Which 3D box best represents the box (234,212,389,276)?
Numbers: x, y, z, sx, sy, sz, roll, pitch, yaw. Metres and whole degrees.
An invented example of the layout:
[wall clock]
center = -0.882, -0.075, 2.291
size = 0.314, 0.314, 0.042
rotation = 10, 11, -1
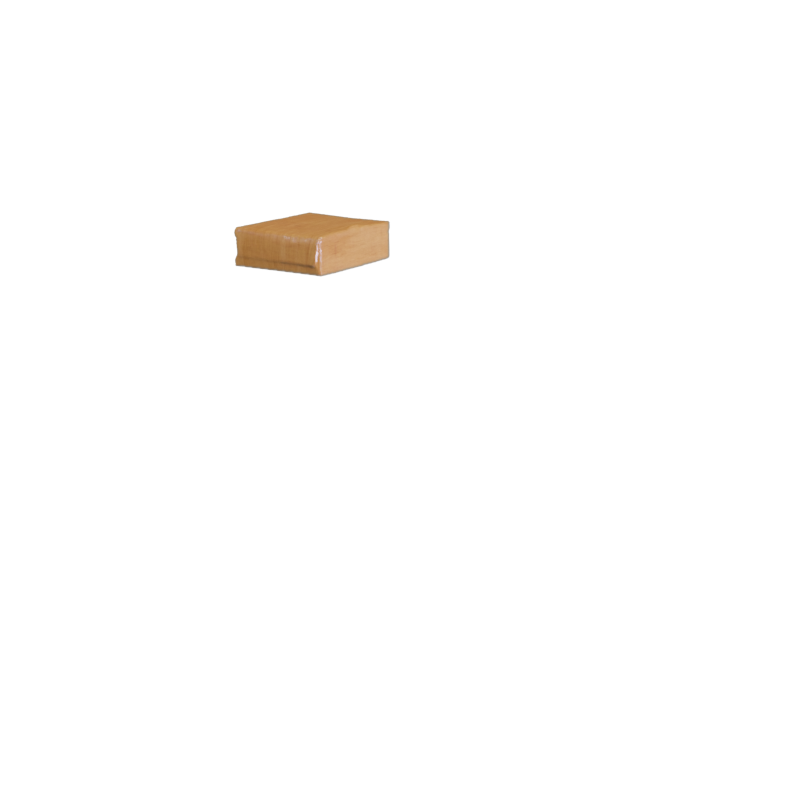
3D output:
[box]
center = -0.061, -0.111, 0.776
size = 0.076, 0.029, 0.088
rotation = 11, 20, 33
